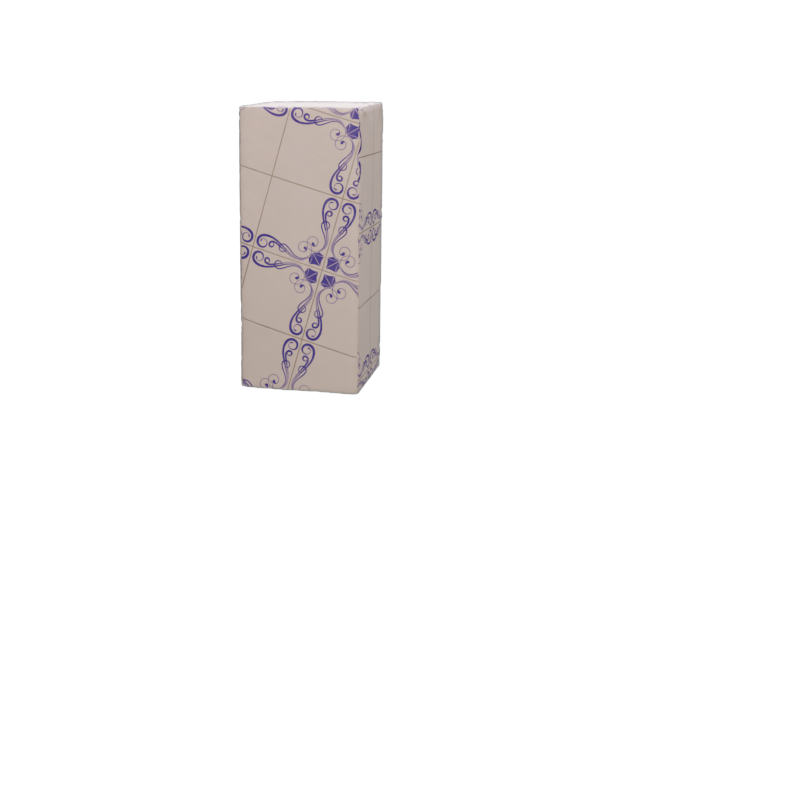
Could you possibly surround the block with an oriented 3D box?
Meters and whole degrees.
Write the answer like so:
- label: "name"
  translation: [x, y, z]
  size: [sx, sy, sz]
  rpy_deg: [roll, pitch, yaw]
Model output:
- label: "block"
  translation: [-0.064, -0.118, 0.829]
  size: [0.092, 0.201, 0.091]
  rpy_deg: [3, 11, 12]
